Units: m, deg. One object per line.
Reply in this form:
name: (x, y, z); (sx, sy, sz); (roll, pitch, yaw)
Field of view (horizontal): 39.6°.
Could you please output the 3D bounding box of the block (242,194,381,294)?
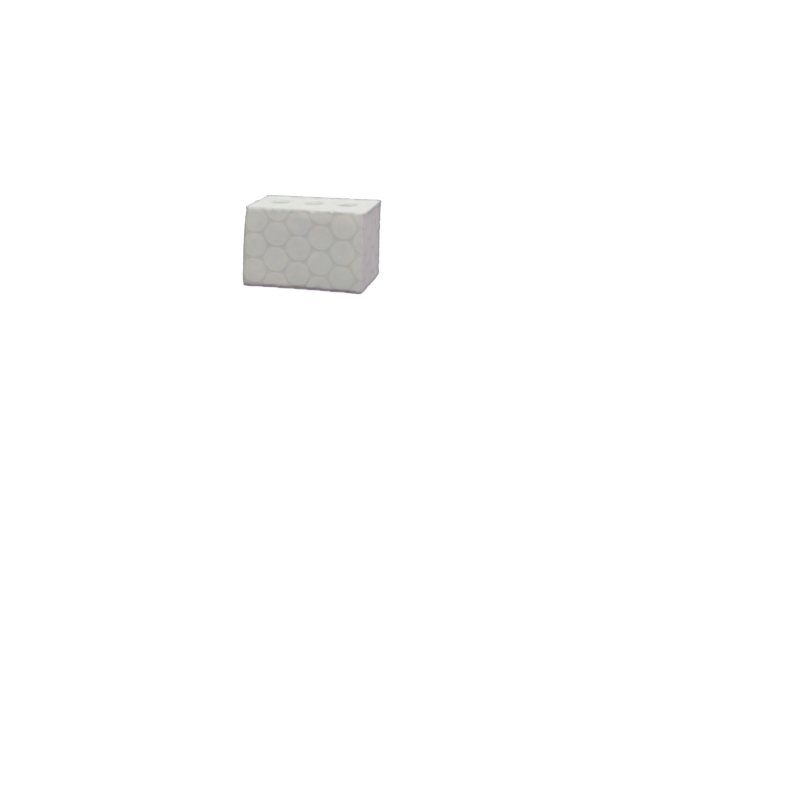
block: (-0.055, -0.100, 0.700); (0.079, 0.050, 0.053); (4, 17, 13)
